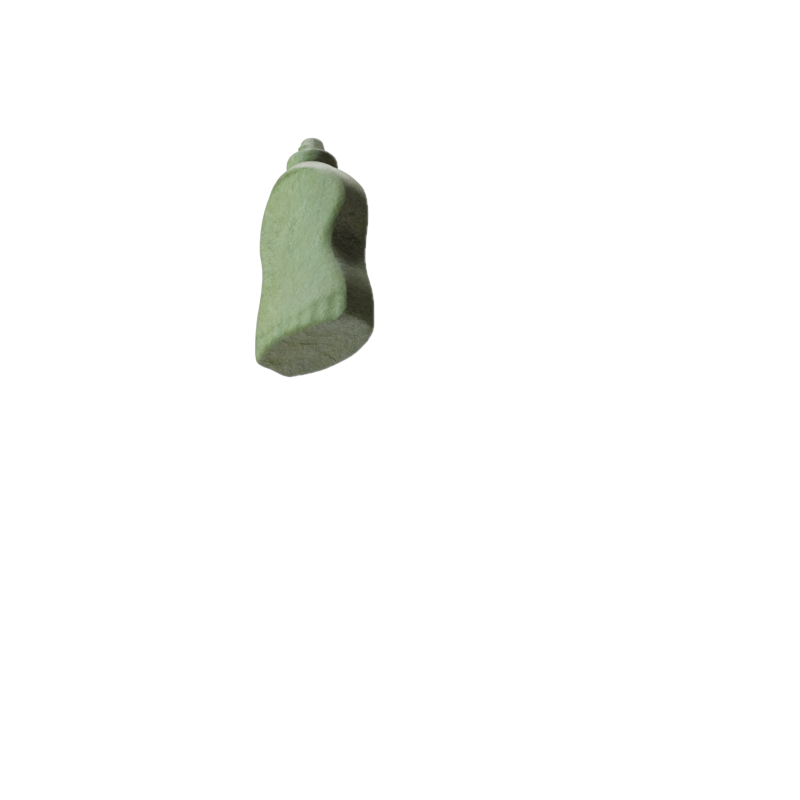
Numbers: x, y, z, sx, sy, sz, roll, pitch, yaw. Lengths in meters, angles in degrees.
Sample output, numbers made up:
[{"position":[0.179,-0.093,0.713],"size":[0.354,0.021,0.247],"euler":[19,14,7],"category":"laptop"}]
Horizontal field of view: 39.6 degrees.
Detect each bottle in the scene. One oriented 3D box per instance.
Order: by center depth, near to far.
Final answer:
[{"position":[-0.066,-0.120,0.838],"size":[0.055,0.205,0.096],"euler":[27,-42,-38],"category":"bottle"}]
